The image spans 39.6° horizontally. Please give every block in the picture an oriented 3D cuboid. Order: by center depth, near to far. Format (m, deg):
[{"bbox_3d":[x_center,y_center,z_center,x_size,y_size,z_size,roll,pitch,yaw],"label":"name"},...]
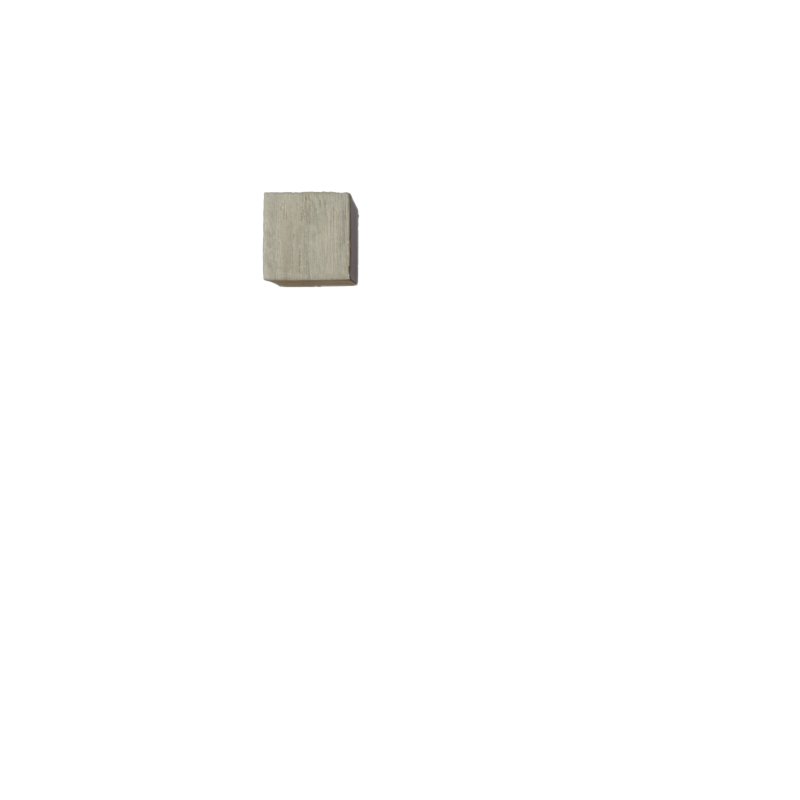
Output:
[{"bbox_3d":[-0.053,-0.096,0.674,0.053,0.052,0.077,0,0,2],"label":"block"}]
